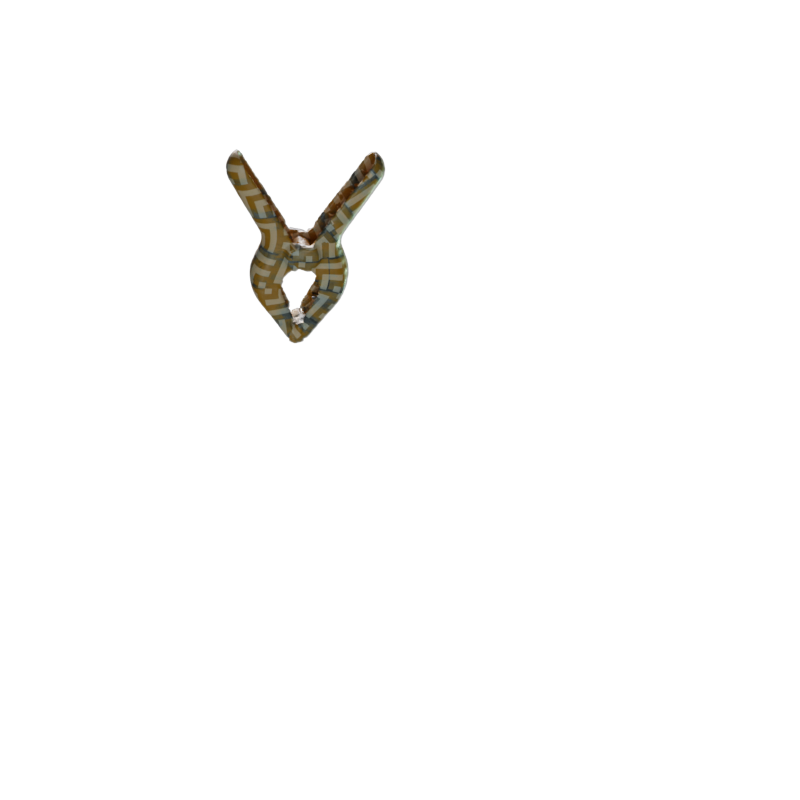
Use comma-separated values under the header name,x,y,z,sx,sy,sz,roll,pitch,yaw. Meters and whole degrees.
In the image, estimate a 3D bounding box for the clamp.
name,x,y,z,sx,sy,sz,roll,pitch,yaw
clamp,-0.069,-0.125,0.877,0.120,0.160,0.042,-3,35,2
